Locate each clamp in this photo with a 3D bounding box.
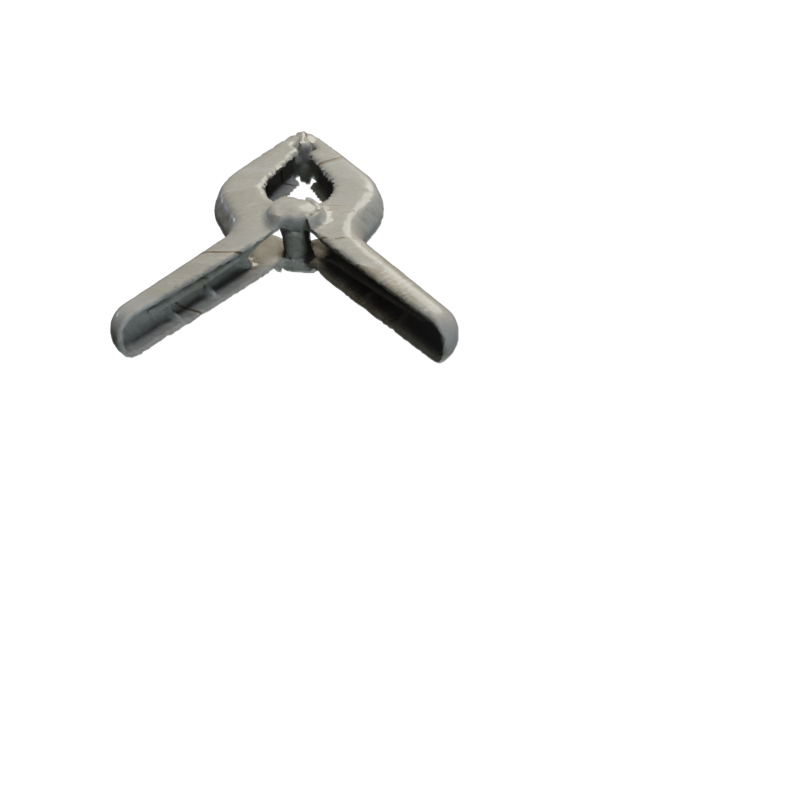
[{"bbox_3d":[-0.047,-0.085,0.596,0.166,0.034,0.222,5,37,6],"label":"clamp"}]
